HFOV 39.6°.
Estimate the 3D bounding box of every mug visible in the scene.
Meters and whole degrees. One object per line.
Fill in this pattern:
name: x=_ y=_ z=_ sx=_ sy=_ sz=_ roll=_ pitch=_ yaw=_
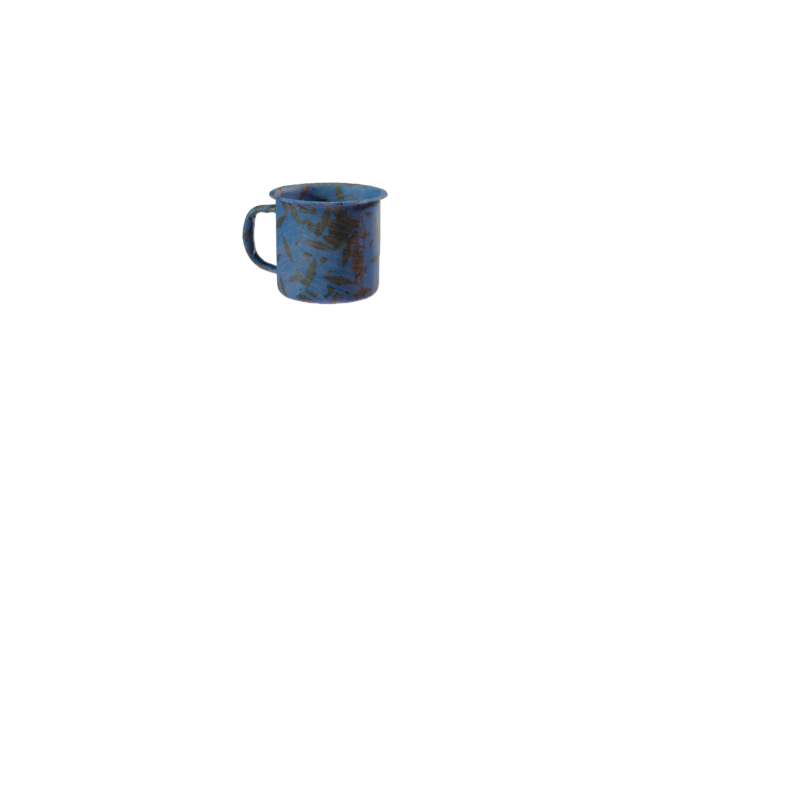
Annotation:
mug: x=-0.069 y=-0.125 z=0.876 sx=0.119 sy=0.079 sz=0.095 roll=4 pitch=17 yaw=11
